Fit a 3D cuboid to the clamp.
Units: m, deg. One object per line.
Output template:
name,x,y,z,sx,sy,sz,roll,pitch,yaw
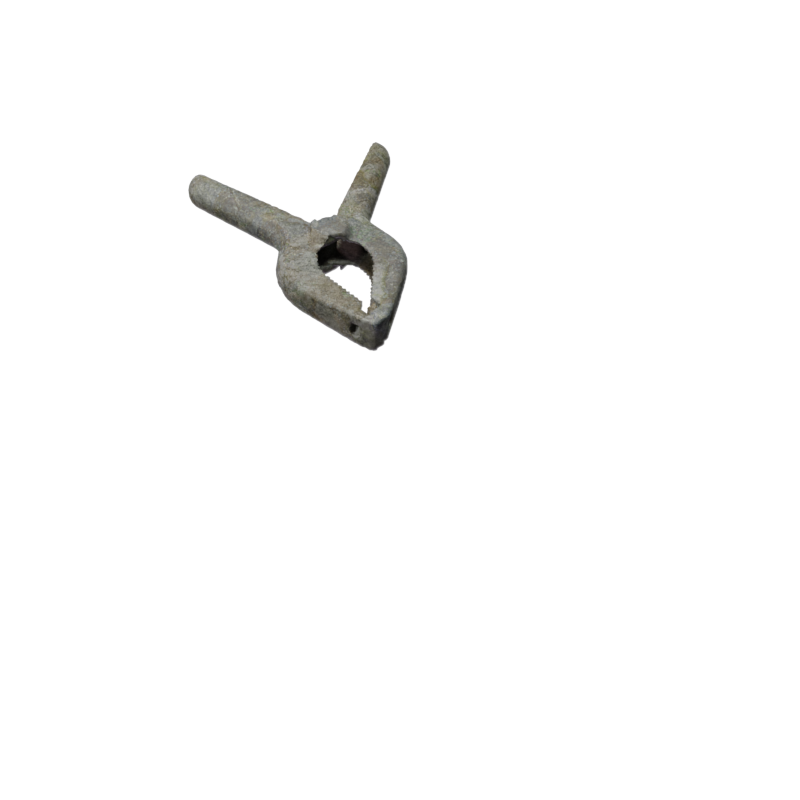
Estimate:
clamp,-0.064,-0.116,0.815,0.163,0.034,0.227,-10,45,-10
